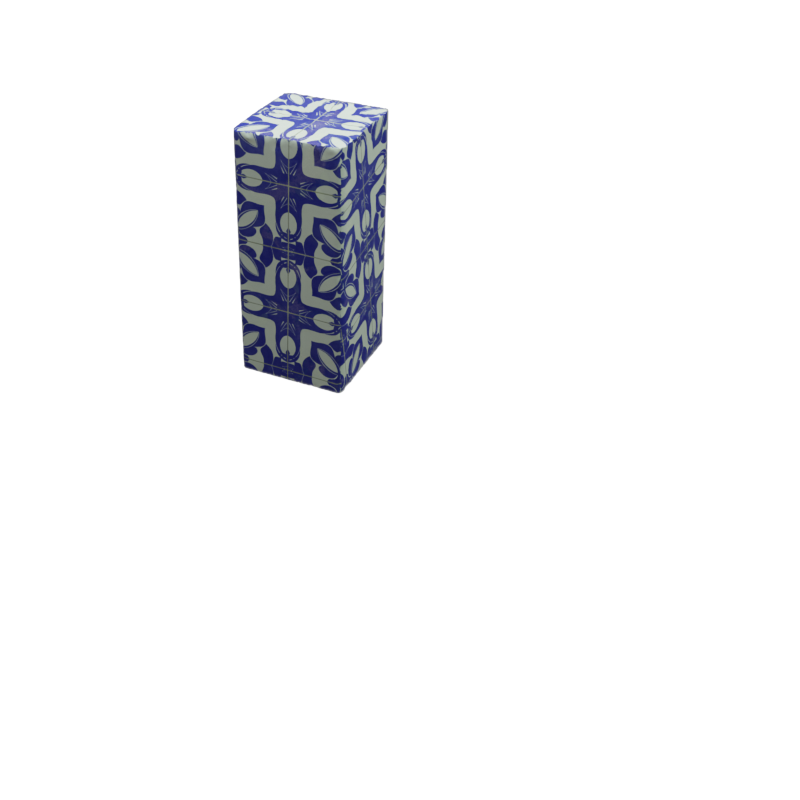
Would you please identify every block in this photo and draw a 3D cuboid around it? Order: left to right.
[{"bbox_3d":[-0.068,-0.123,0.864,0.094,0.194,0.092,14,32,19],"label":"block"}]
